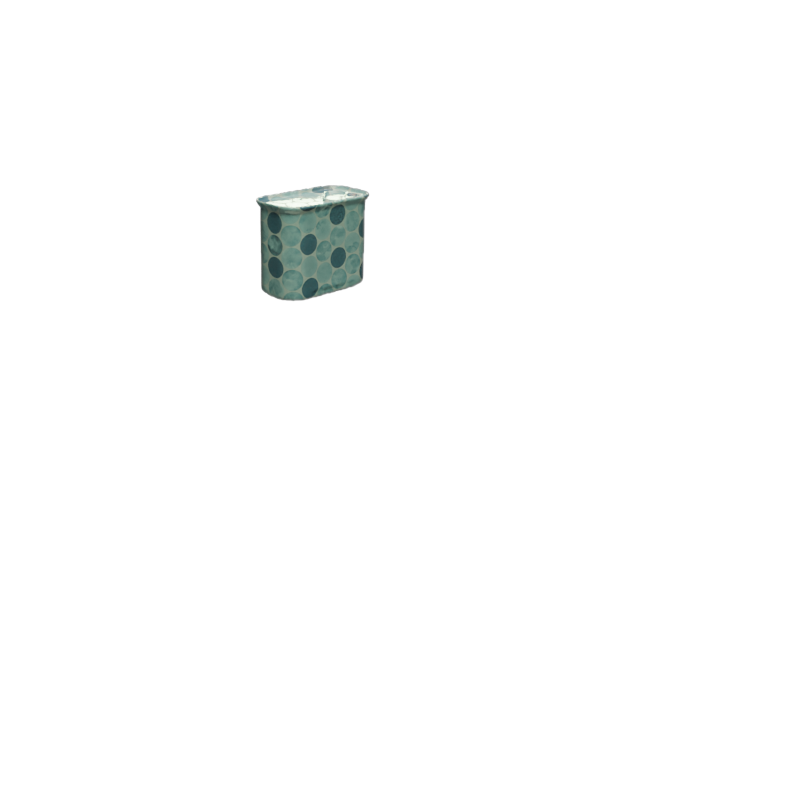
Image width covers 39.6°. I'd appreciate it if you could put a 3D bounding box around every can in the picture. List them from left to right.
[{"bbox_3d":[-0.076,-0.140,0.977,0.100,0.081,0.061,-17,25,-42],"label":"can"}]
